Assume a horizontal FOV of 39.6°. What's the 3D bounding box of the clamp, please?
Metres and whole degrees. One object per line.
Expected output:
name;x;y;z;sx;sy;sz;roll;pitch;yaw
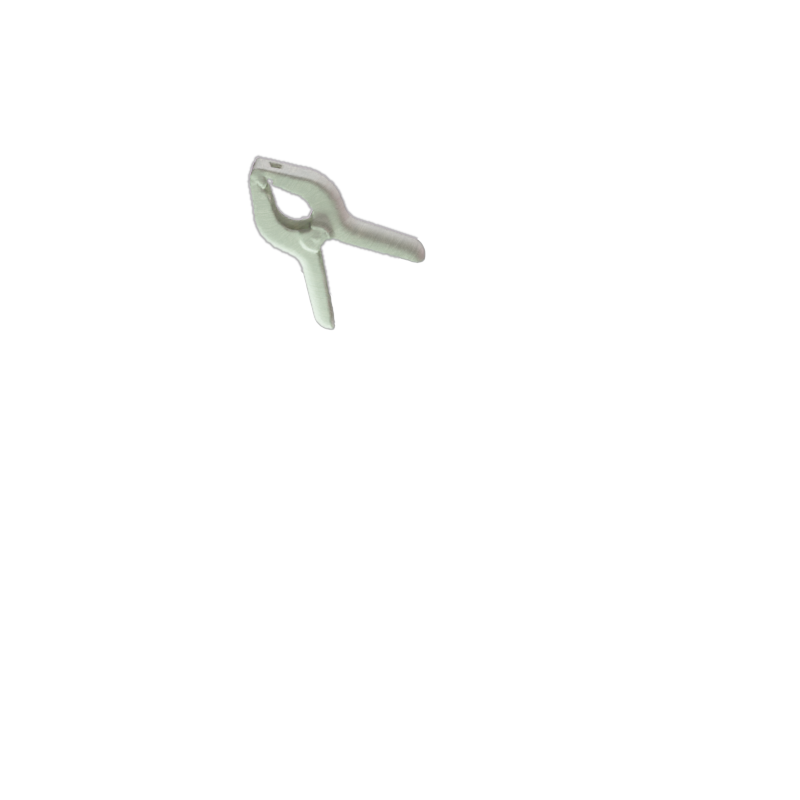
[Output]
clamp;-0.077;-0.140;0.979;0.166;0.118;0.041;38;16;-13
